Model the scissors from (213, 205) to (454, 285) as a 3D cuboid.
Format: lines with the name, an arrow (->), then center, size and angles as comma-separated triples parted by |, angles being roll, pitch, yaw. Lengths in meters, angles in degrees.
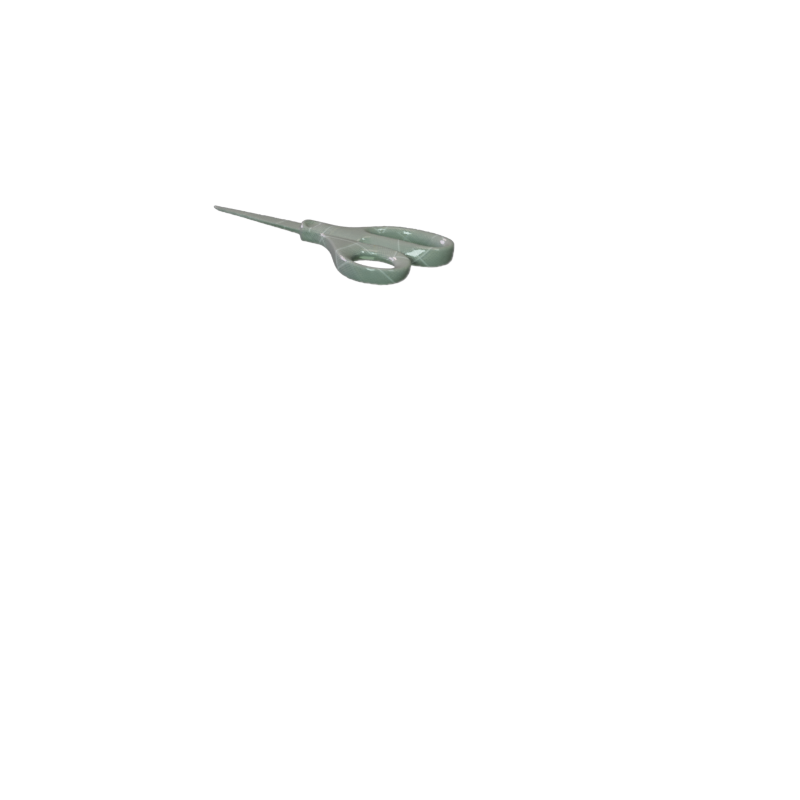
scissors -> -0.063, -0.115, 0.807 | 0.208, 0.015, 0.098 | 9, 29, 18
